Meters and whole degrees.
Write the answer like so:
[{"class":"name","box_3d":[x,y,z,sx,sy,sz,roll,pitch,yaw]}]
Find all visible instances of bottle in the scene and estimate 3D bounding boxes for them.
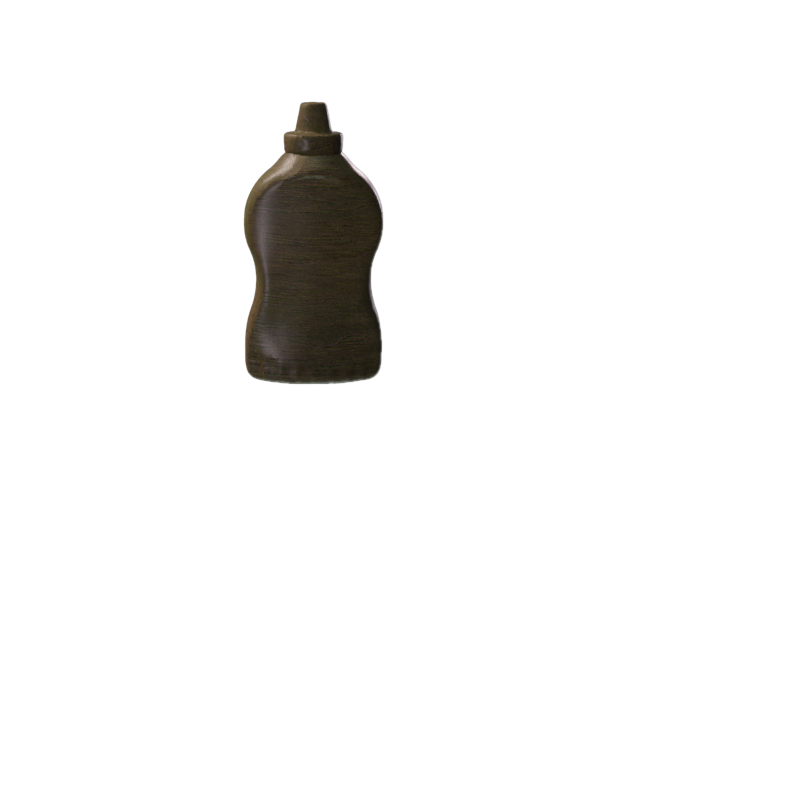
[{"class":"bottle","box_3d":[-0.060,-0.110,0.769,0.096,0.186,0.060,1,12,-1]}]
